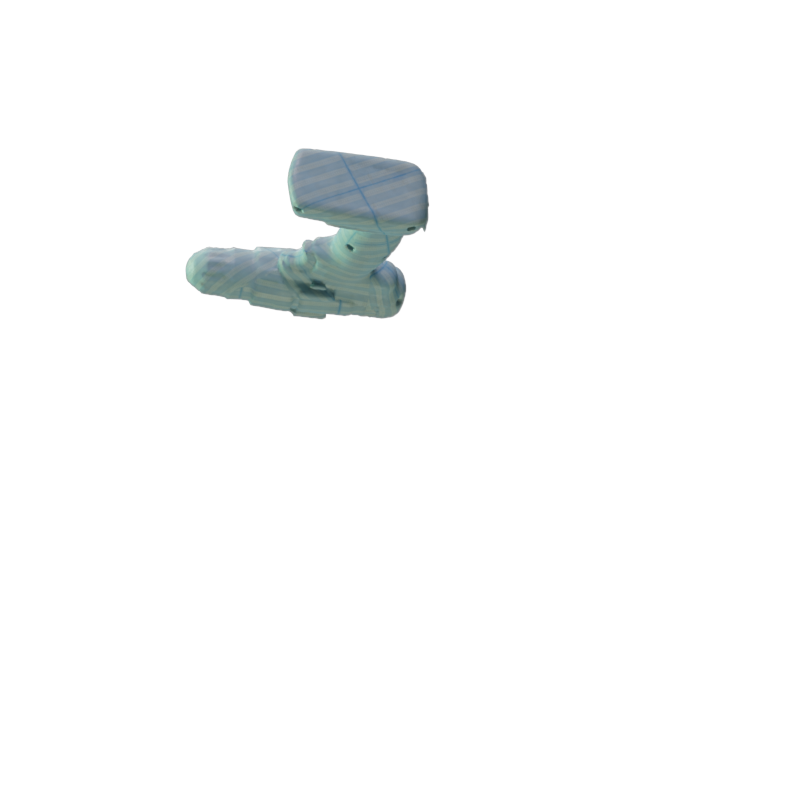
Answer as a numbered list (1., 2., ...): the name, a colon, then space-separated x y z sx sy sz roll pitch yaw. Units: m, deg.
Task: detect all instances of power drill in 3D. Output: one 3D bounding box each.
1. power drill: -0.068 -0.124 0.866 0.181 0.060 0.181 5 -22 -13
